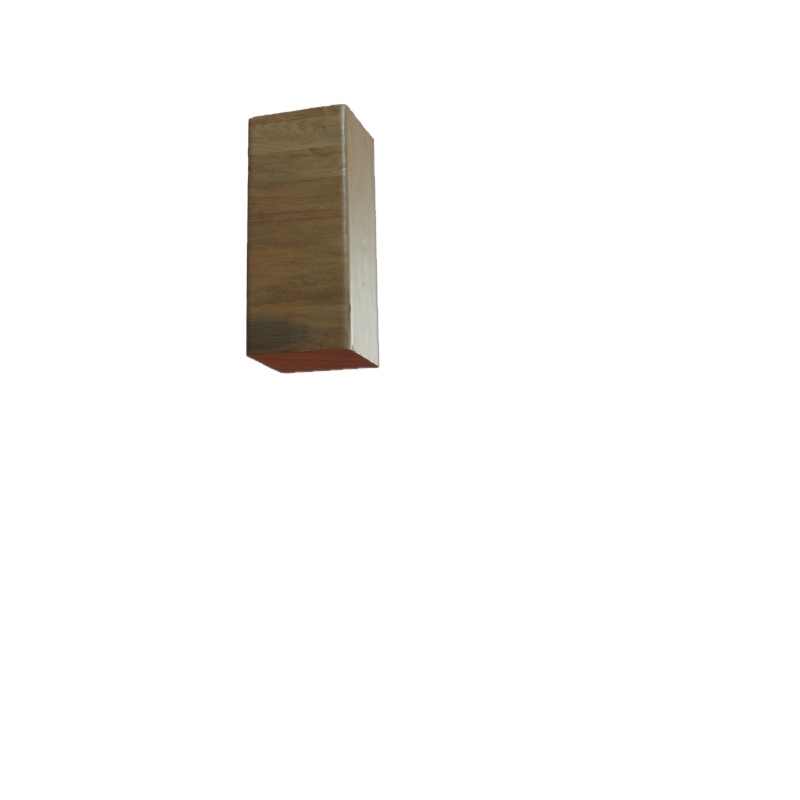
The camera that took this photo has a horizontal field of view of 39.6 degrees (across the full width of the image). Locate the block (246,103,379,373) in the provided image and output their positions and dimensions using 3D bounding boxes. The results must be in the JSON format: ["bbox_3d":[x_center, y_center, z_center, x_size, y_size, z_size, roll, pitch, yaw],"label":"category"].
[{"bbox_3d":[-0.074,-0.134,0.938,0.092,0.214,0.085,-6,-16,17],"label":"block"}]
